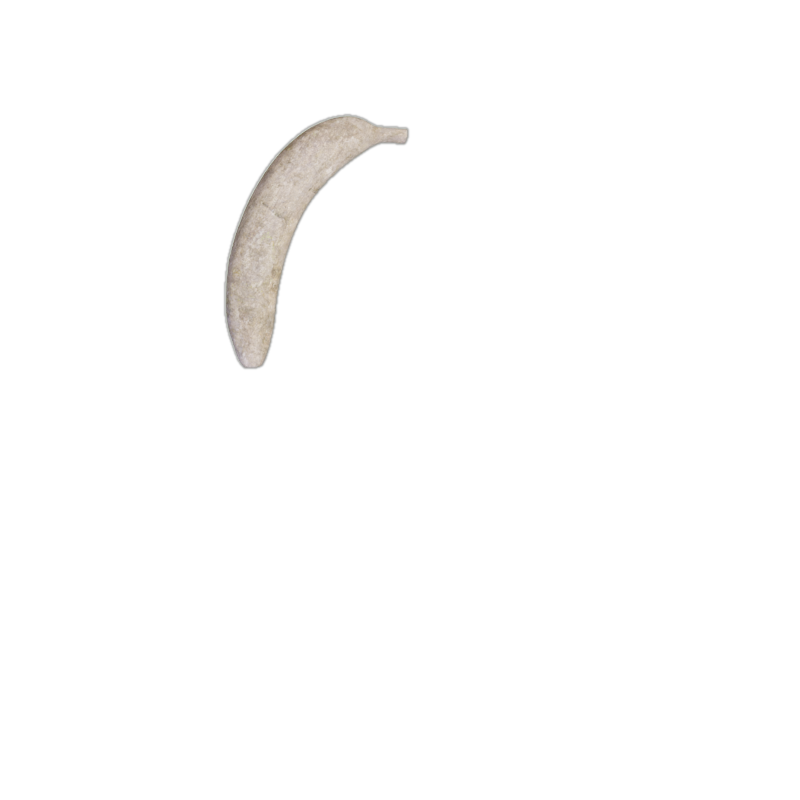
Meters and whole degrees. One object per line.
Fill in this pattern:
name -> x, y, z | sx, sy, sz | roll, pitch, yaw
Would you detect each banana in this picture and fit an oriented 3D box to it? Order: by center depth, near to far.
banana -> -0.072, -0.119, 0.744 | 0.070, 0.200, 0.036 | 32, -7, 3
